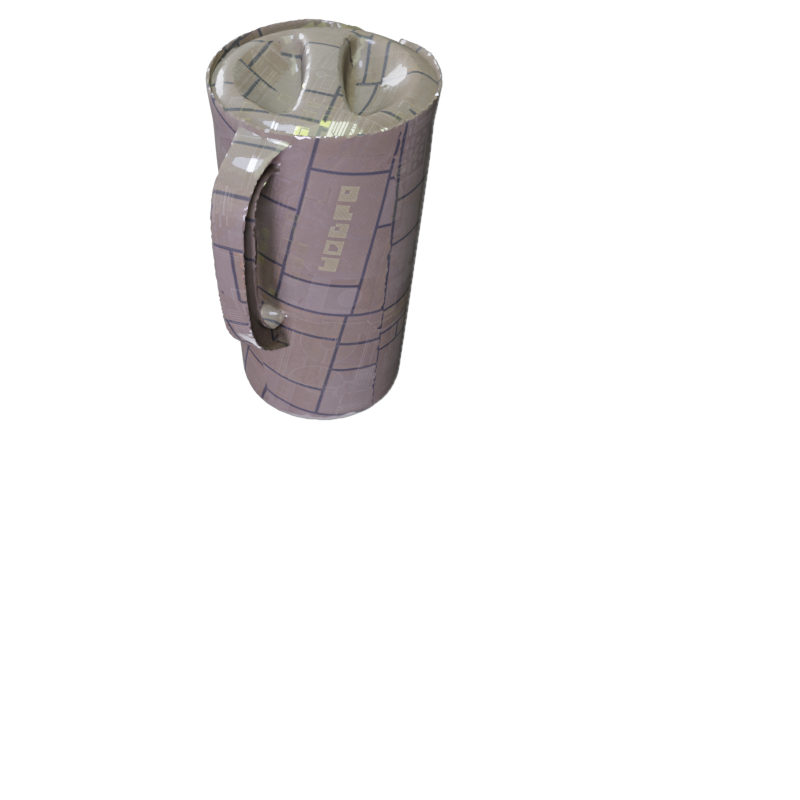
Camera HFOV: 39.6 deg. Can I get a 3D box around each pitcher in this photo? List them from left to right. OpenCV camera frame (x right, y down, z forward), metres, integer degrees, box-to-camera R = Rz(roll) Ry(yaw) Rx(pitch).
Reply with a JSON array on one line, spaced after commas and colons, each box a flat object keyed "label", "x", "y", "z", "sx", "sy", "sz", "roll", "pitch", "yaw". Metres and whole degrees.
[{"label": "pitcher", "x": -0.054, "y": -0.098, "z": 0.688, "sx": 0.147, "sy": 0.227, "sz": 0.157, "roll": -11, "pitch": 44, "yaw": -15}]
